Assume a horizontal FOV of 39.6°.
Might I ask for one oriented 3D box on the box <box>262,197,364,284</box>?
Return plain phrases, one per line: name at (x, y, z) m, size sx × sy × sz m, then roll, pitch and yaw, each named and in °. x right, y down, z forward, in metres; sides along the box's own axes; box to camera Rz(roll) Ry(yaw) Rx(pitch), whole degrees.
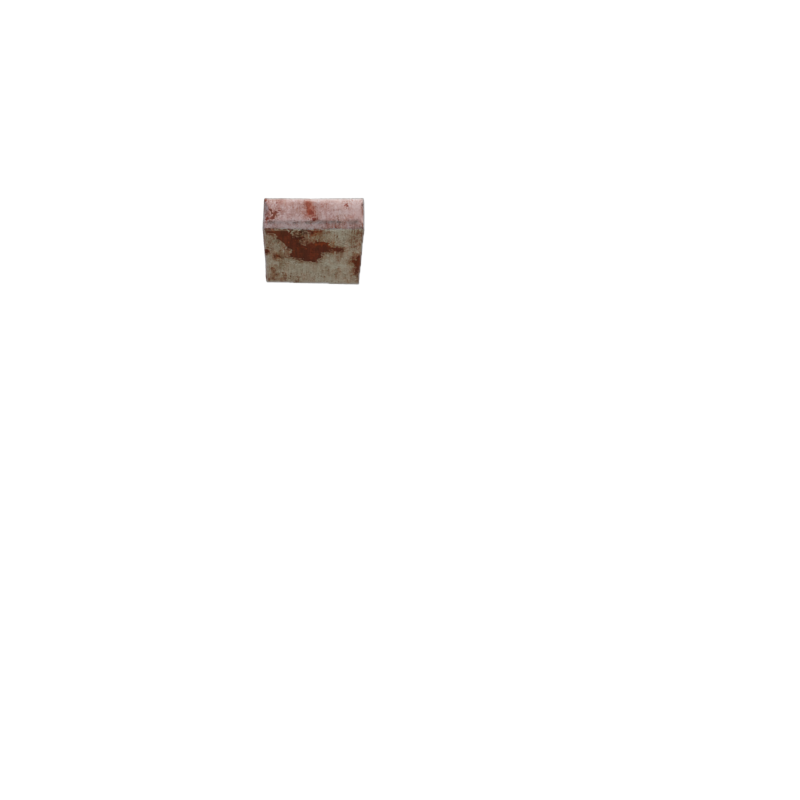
box at (-0.065, -0.118, 0.830) m, size 0.073 × 0.032 × 0.085 m, roll 1°, pitch -23°, yaw -3°
